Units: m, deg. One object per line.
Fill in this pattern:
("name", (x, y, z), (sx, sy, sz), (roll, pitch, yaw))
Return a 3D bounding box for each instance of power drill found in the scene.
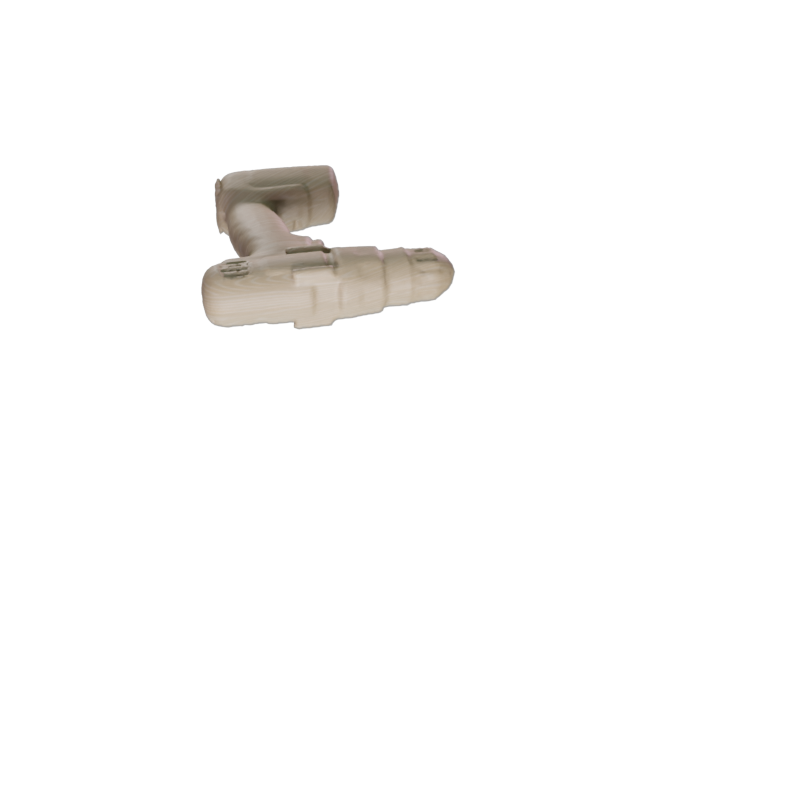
("power drill", (-0.067, -0.123, 0.862), (0.182, 0.054, 0.201), (-6, 32, -10))
